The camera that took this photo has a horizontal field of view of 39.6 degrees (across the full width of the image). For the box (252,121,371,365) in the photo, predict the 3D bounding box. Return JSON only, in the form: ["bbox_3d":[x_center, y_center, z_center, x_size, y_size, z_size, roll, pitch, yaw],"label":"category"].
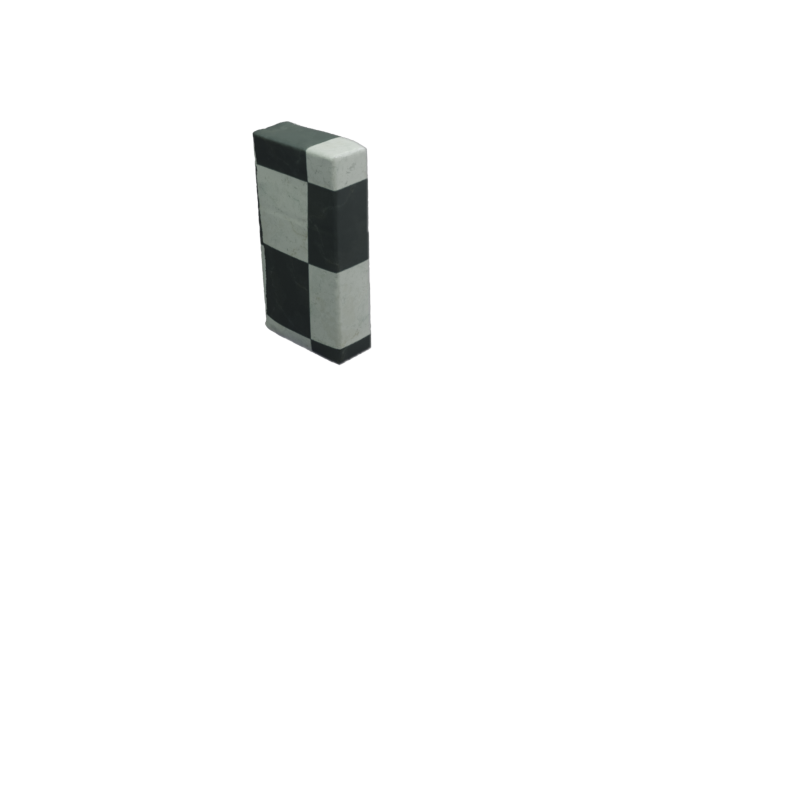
[{"bbox_3d":[-0.069,-0.126,0.882,0.047,0.167,0.099,-21,34,-40],"label":"box"}]
